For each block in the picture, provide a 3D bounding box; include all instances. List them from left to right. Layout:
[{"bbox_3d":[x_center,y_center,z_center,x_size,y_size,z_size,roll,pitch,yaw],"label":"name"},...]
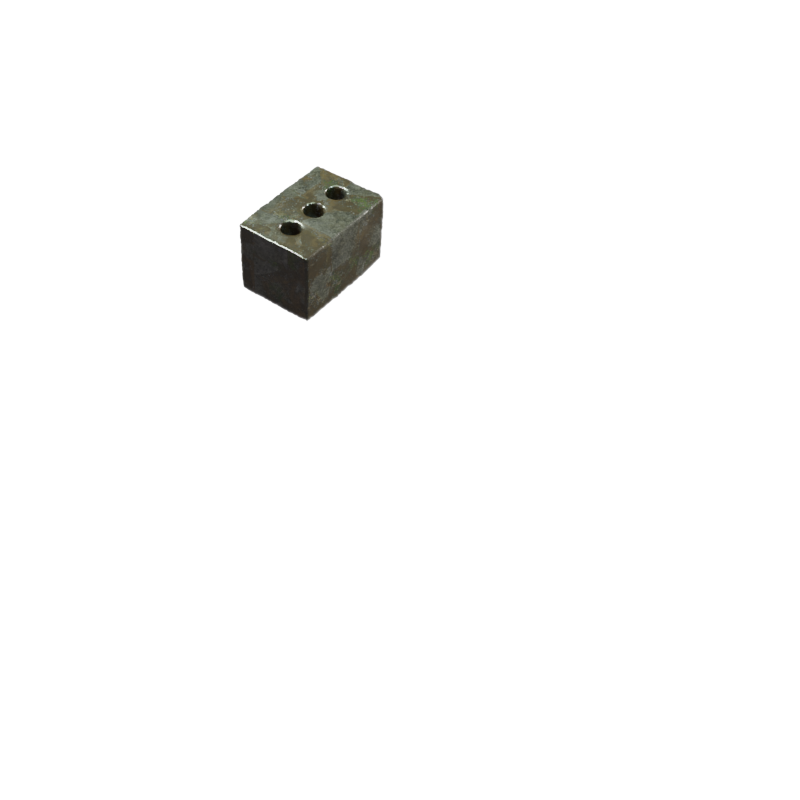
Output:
[{"bbox_3d":[-0.053,-0.097,0.679,0.056,0.048,0.079,27,50,24],"label":"block"}]
